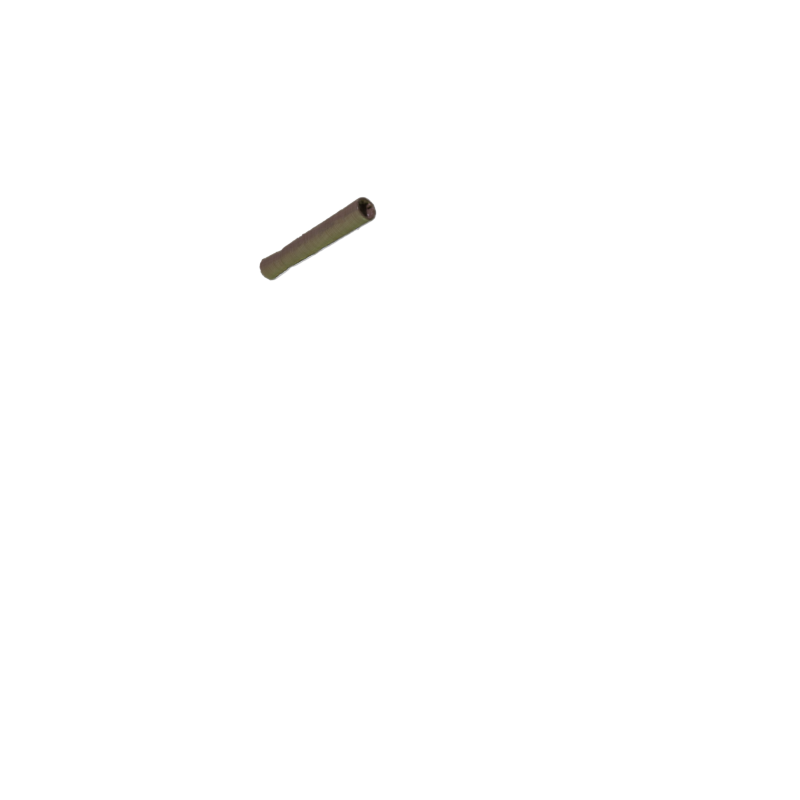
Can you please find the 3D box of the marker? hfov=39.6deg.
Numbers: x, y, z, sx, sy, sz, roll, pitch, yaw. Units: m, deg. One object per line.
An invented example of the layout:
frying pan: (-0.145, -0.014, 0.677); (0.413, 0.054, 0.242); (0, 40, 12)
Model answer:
marker: (-0.064, -0.117, 0.820); (0.019, 0.020, 0.121); (-3, -15, -45)
